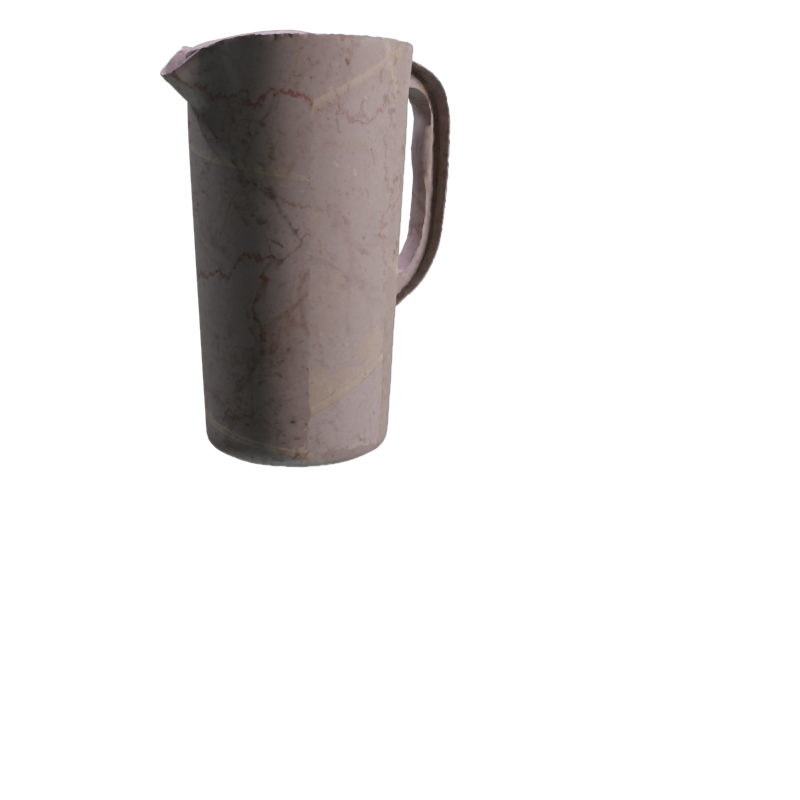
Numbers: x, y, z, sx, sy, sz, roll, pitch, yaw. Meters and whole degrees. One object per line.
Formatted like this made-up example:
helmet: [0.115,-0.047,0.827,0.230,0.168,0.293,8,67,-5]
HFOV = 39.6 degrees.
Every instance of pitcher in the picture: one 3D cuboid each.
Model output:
pitcher: [-0.051,-0.093,0.654,0.151,0.239,0.145,2,8,10]
